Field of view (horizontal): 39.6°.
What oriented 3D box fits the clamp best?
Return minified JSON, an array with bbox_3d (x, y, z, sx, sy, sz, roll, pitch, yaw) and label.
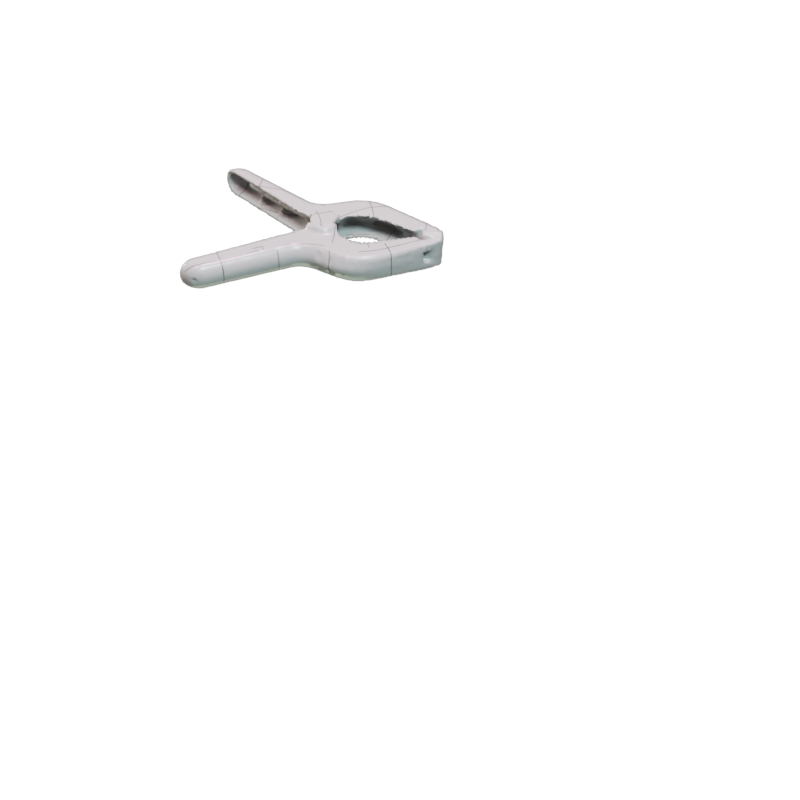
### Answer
[{"bbox_3d":[-0.072,-0.132,0.922,0.215,0.034,0.172,11,41,12],"label":"clamp"}]
